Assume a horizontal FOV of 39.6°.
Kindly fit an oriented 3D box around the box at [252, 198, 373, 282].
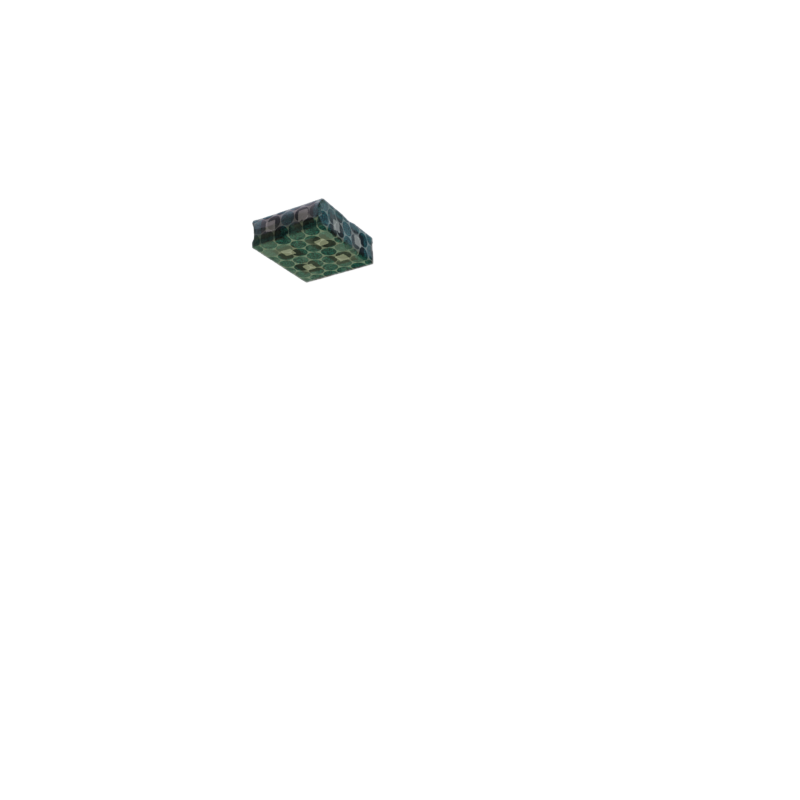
[{"bbox_3d":[-0.077,-0.139,0.977,0.074,0.032,0.083,-13,-26,29],"label":"box"}]
